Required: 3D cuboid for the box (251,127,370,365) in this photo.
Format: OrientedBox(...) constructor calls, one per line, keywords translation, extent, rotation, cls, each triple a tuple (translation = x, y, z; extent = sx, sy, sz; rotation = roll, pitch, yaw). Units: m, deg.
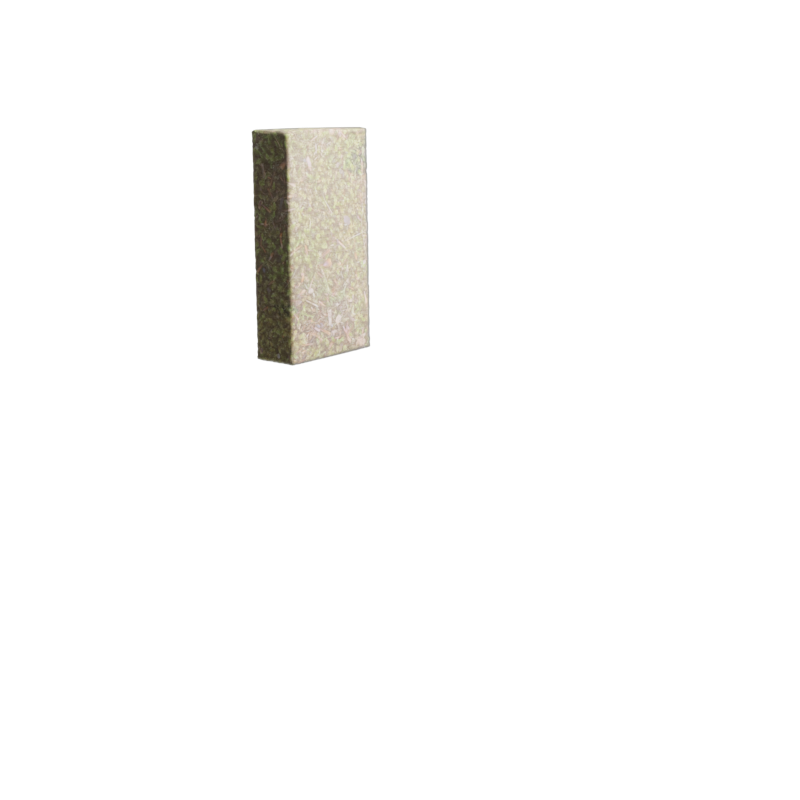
OrientedBox(translation=(-0.067, -0.123, 0.859), extent=(0.050, 0.173, 0.091), rotation=(8, 12, 40), cls="box")
